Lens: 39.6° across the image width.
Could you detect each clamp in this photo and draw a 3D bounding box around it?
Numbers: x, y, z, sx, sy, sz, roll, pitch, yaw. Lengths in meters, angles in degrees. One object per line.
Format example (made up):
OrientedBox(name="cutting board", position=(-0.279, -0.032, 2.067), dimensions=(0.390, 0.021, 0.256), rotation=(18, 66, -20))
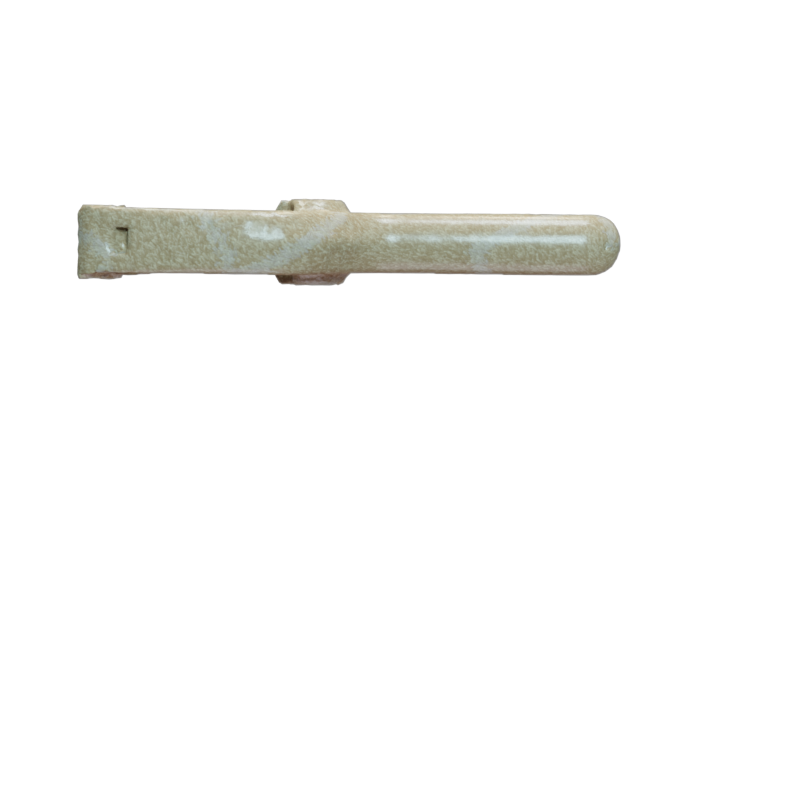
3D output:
OrientedBox(name="clamp", position=(-0.038, -0.069, 0.482), dimensions=(0.204, 0.036, 0.171), rotation=(-4, 9, -23))
